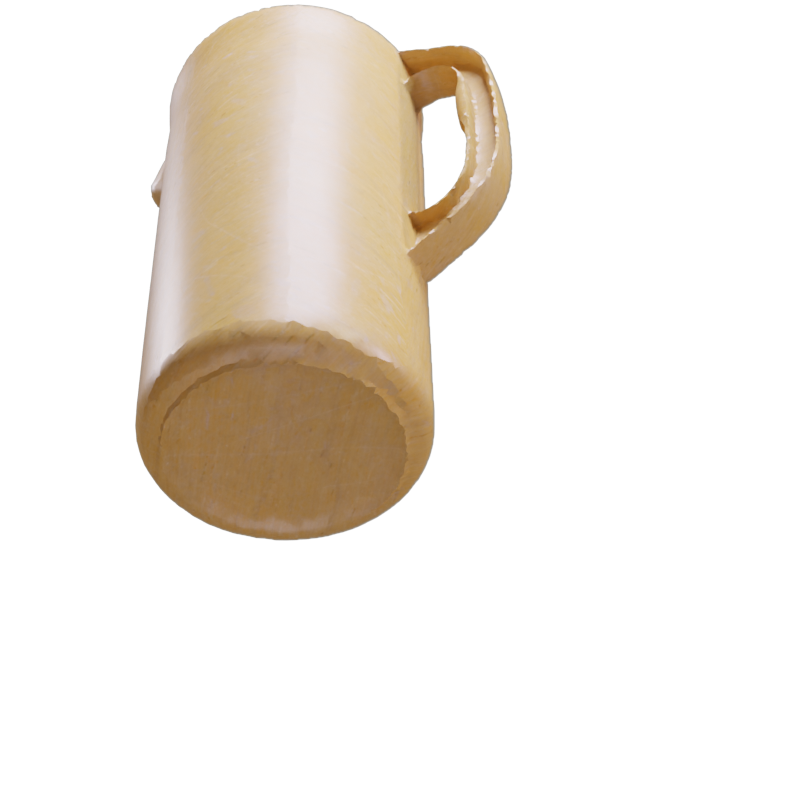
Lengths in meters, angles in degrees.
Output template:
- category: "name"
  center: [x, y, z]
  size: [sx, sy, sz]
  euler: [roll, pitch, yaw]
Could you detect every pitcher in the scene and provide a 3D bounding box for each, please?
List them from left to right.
- category: "pitcher"
  center: [-0.038, -0.069, 0.484]
  size: [0.141, 0.143, 0.261]
  euler: [15, 38, -15]
